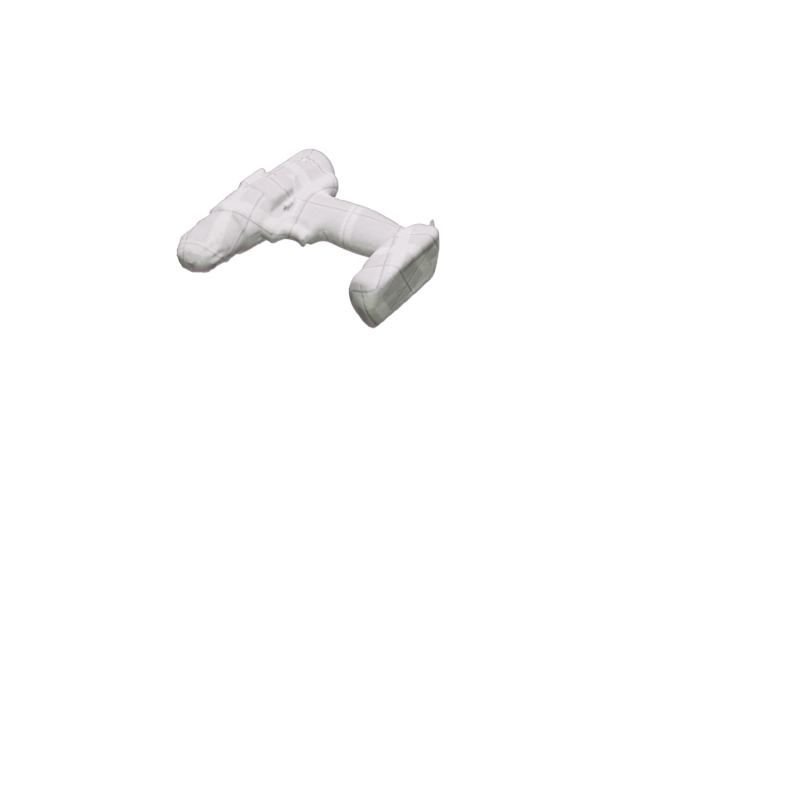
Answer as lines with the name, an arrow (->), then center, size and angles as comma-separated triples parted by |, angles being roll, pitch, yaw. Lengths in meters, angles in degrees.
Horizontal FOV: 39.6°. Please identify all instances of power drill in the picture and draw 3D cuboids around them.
power drill -> -0.076, -0.138, 0.966 | 0.198, 0.053, 0.187 | 31, 54, 25
